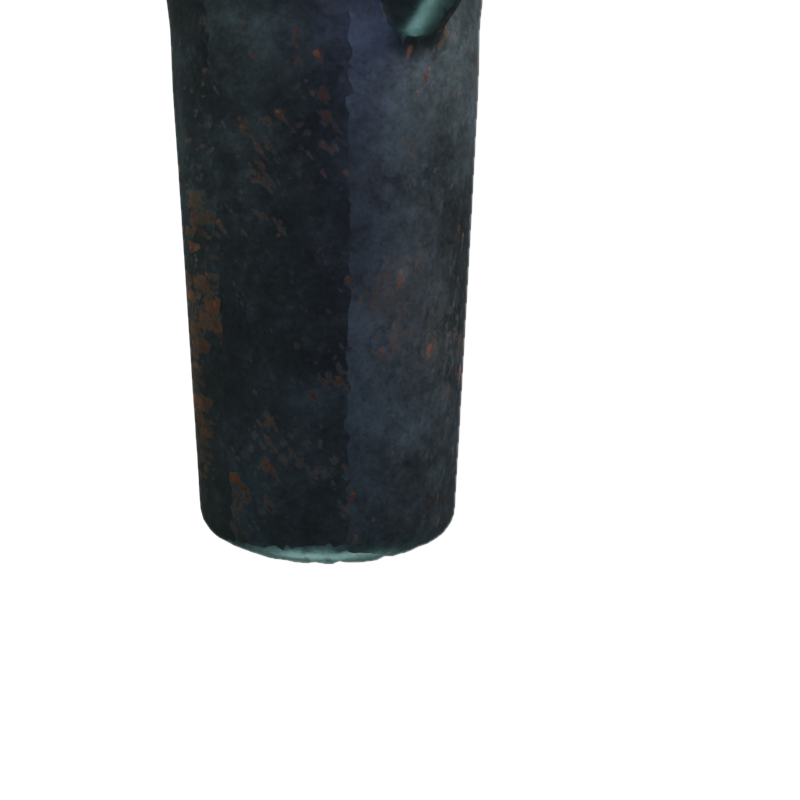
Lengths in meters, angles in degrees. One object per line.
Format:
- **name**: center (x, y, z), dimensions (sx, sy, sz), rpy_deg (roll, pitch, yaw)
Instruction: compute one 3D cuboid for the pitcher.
- **pitcher**: center (-0.037, -0.068, 0.473), dimensions (0.147, 0.241, 0.149), rpy_deg (1, 6, 8)
